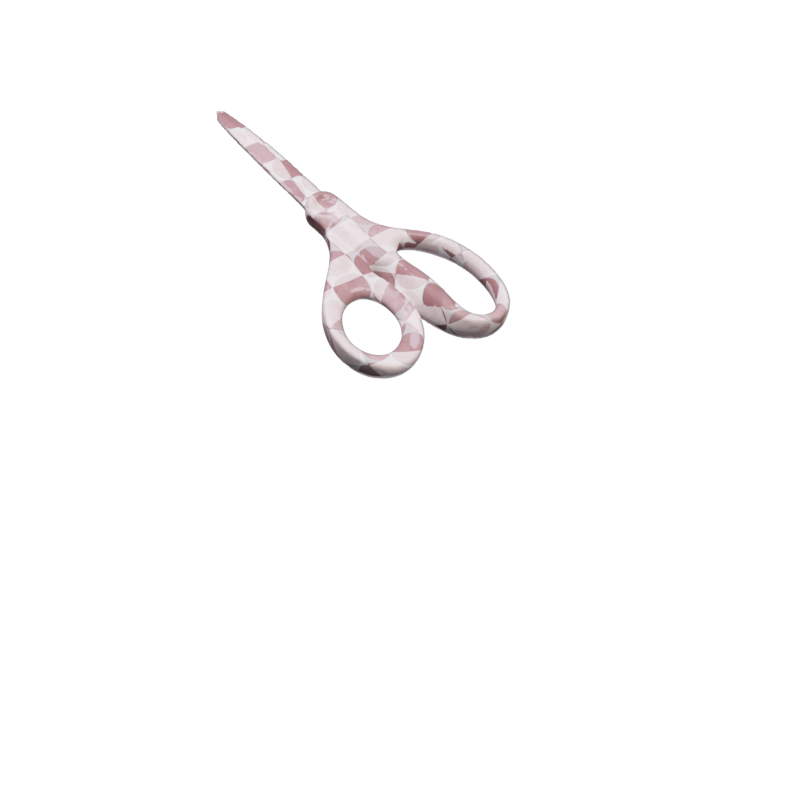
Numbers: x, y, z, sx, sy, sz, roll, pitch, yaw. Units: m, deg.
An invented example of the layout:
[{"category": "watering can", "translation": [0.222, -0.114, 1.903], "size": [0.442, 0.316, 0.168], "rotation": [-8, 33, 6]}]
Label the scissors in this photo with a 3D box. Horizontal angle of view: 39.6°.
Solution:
[{"category": "scissors", "translation": [-0.043, -0.078, 0.549], "size": [0.212, 0.015, 0.098], "rotation": [31, 57, 23]}]
